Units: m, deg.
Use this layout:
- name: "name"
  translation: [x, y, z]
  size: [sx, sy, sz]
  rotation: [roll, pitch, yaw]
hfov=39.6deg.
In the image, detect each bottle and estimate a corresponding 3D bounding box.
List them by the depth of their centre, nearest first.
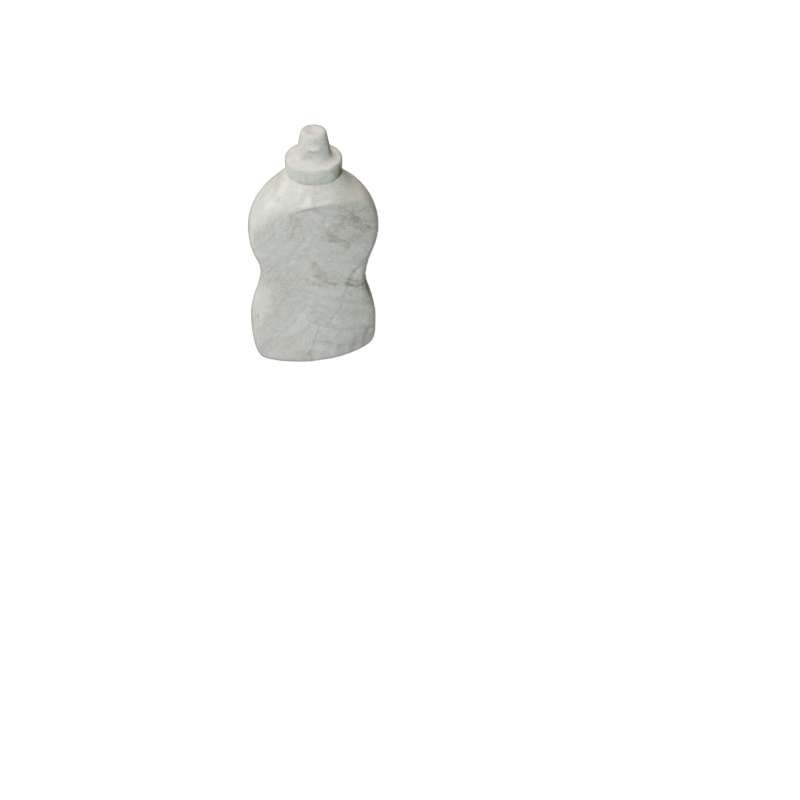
- name: "bottle"
  translation: [-0.065, -0.118, 0.827]
  size: [0.095, 0.179, 0.063]
  rotation: [-5, 39, -10]
